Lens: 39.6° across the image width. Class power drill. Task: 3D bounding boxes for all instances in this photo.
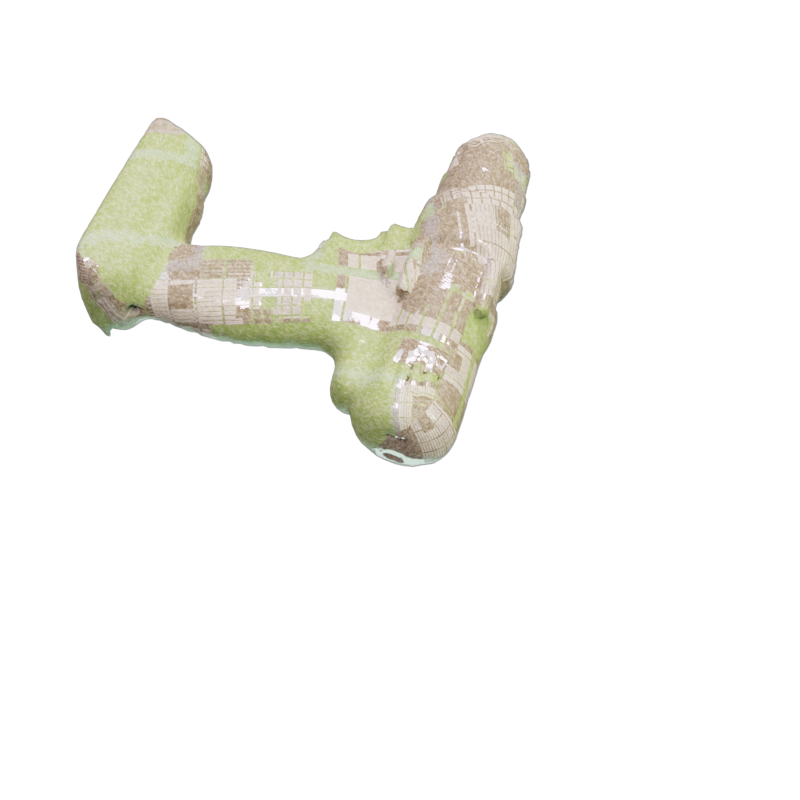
[{"bbox_3d":[-0.041,-0.074,0.519,0.192,0.194,0.053,14,-37,11],"label":"power drill"}]
